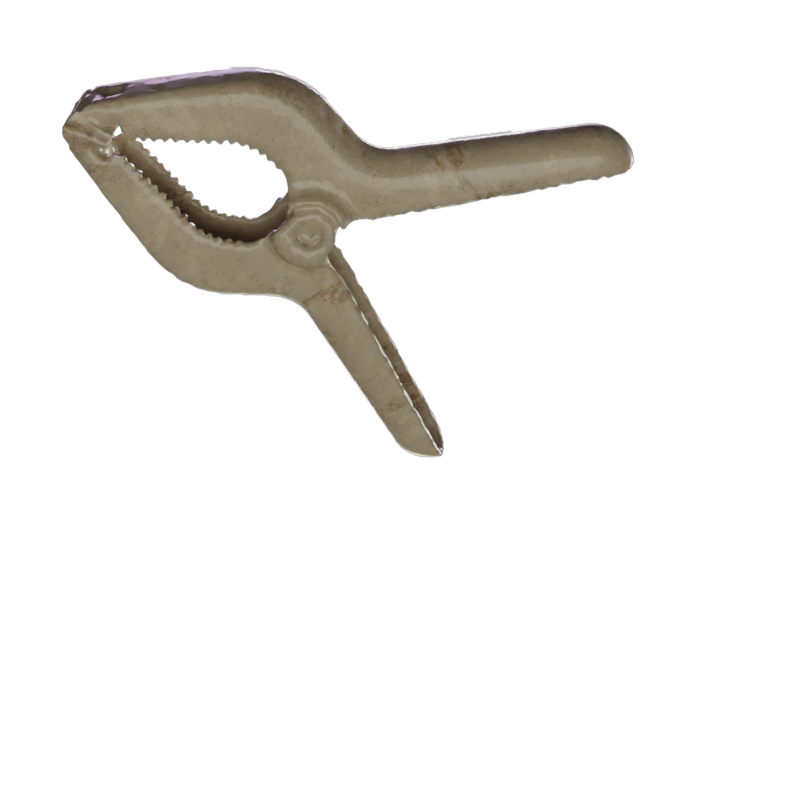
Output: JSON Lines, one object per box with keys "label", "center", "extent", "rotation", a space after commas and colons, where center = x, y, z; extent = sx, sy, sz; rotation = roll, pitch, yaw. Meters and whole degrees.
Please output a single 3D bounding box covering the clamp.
{"label": "clamp", "center": [-0.035, -0.063, 0.444], "extent": [0.206, 0.158, 0.038], "rotation": [17, 26, -9]}
